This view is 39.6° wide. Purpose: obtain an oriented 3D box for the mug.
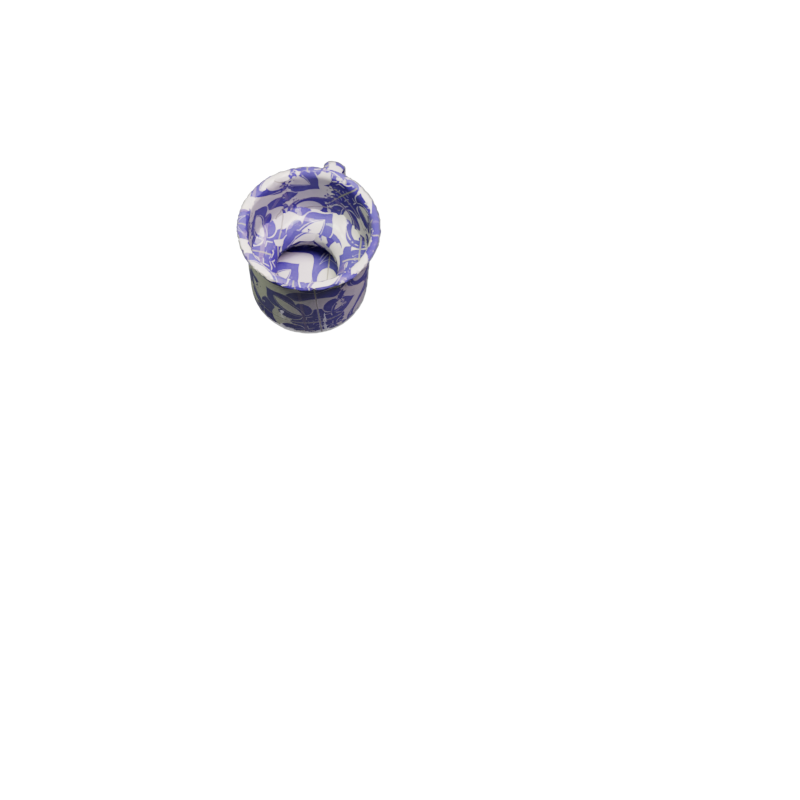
[{"bbox_3d":[-0.059,-0.108,0.753,0.094,0.123,0.077,12,-27,4],"label":"mug"}]
